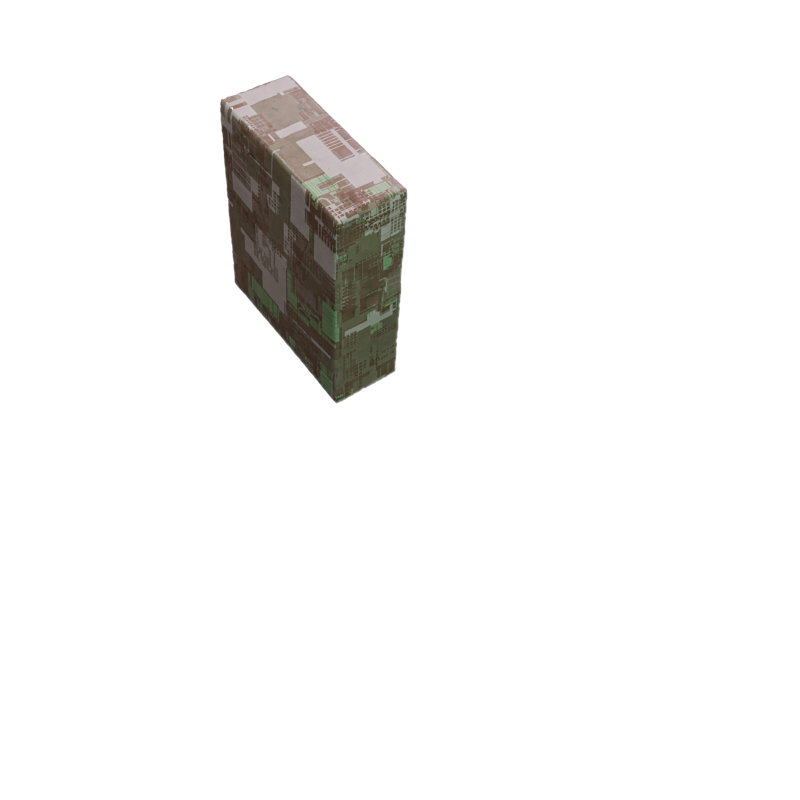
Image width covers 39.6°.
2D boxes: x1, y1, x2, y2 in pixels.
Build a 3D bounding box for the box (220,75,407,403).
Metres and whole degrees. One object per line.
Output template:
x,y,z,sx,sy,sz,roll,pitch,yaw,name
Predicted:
-0.070,-0.127,0.888,0.072,0.176,0.199,-26,-34,-23,box
